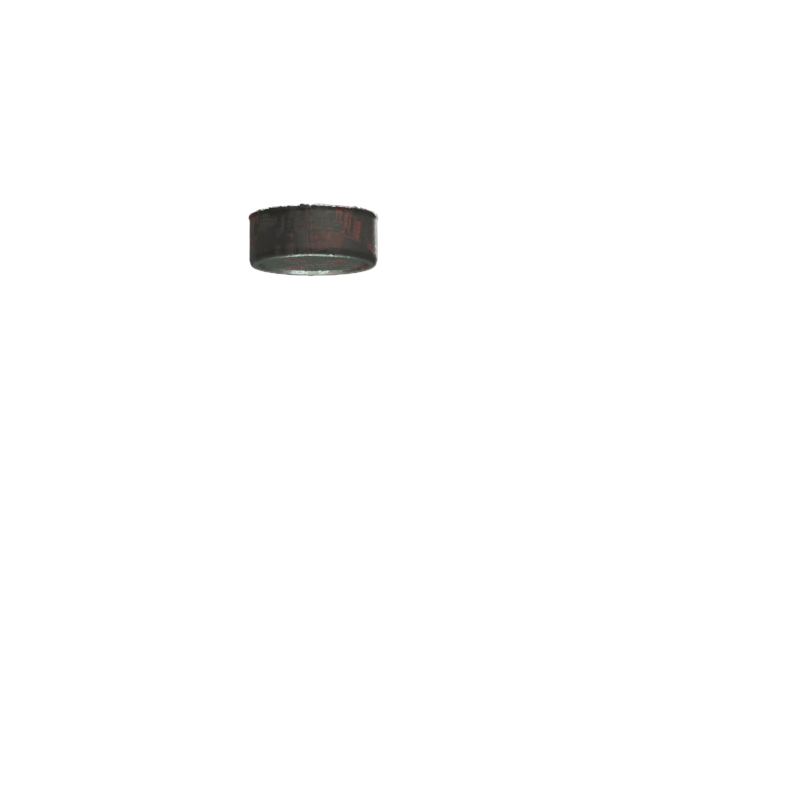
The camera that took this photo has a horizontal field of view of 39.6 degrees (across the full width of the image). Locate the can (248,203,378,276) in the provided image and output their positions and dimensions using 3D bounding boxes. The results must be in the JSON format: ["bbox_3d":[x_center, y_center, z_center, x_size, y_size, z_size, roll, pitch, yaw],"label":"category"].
[{"bbox_3d":[-0.057,-0.104,0.730,0.086,0.034,0.085,0,-3,-2],"label":"can"}]
